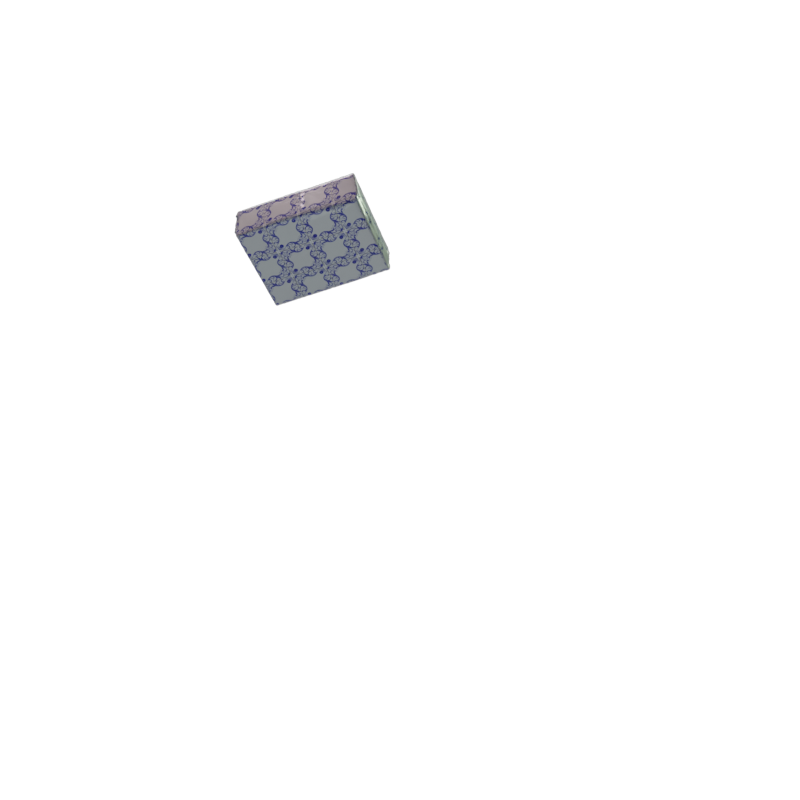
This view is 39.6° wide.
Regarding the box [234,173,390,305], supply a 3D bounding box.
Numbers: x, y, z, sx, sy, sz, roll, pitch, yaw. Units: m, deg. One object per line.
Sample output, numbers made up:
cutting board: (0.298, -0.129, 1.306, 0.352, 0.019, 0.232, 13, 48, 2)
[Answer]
box: (-0.076, -0.139, 0.970, 0.114, 0.042, 0.083, -15, -47, 14)
